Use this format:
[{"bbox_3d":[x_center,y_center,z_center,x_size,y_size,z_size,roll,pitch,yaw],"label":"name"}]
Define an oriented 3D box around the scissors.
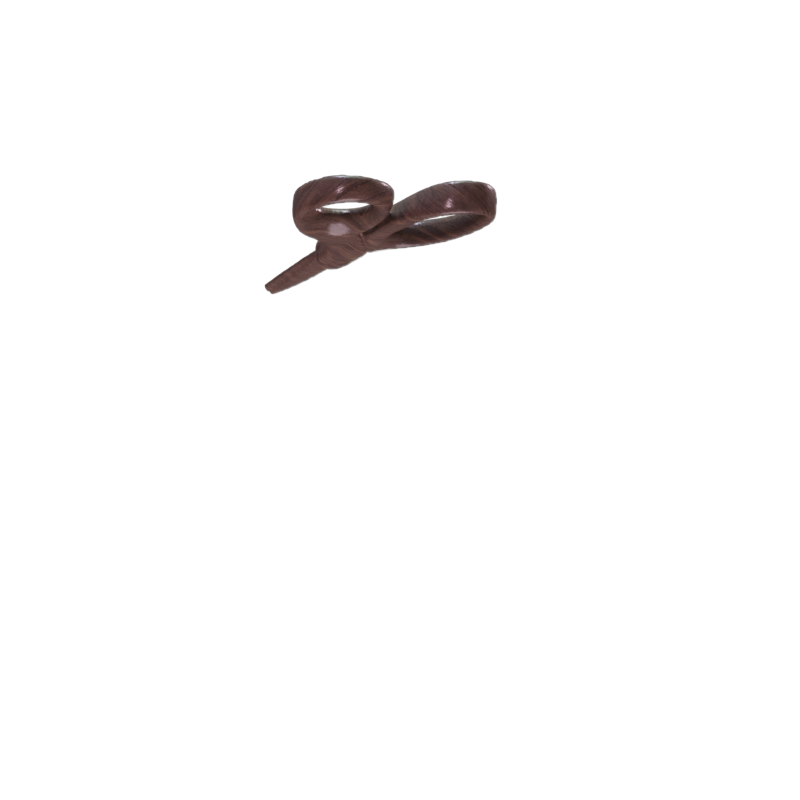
[{"bbox_3d":[-0.042,-0.076,0.534,0.092,0.016,0.206,7,-10,-40],"label":"scissors"}]
